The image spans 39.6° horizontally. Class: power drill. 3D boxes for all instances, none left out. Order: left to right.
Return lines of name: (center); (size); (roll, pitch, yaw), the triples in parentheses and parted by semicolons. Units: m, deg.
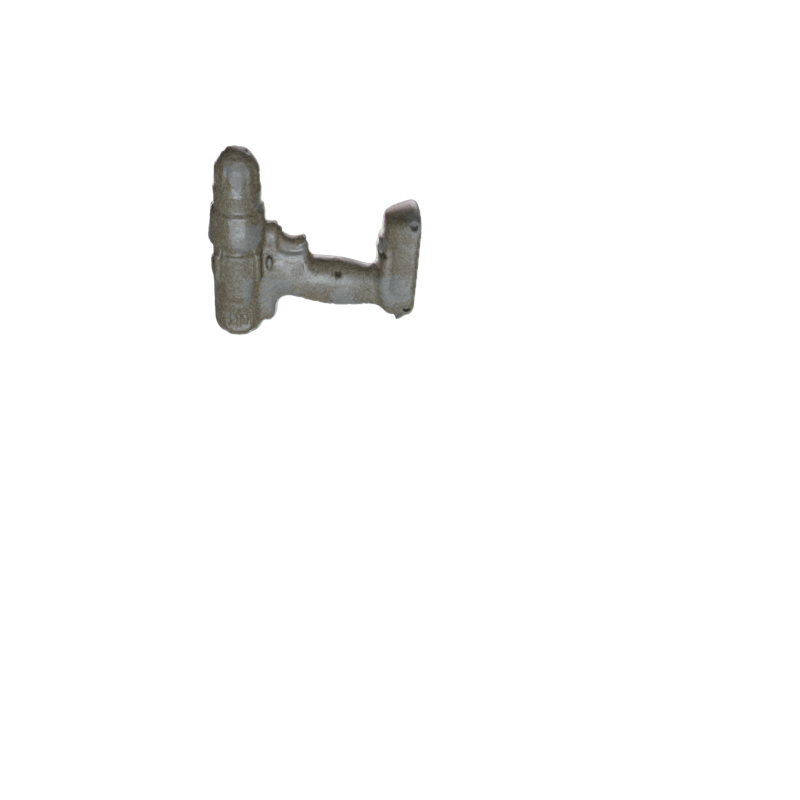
power drill: (-0.078, -0.142, 0.992); (0.187, 0.173, 0.061); (2, 34, -2)
